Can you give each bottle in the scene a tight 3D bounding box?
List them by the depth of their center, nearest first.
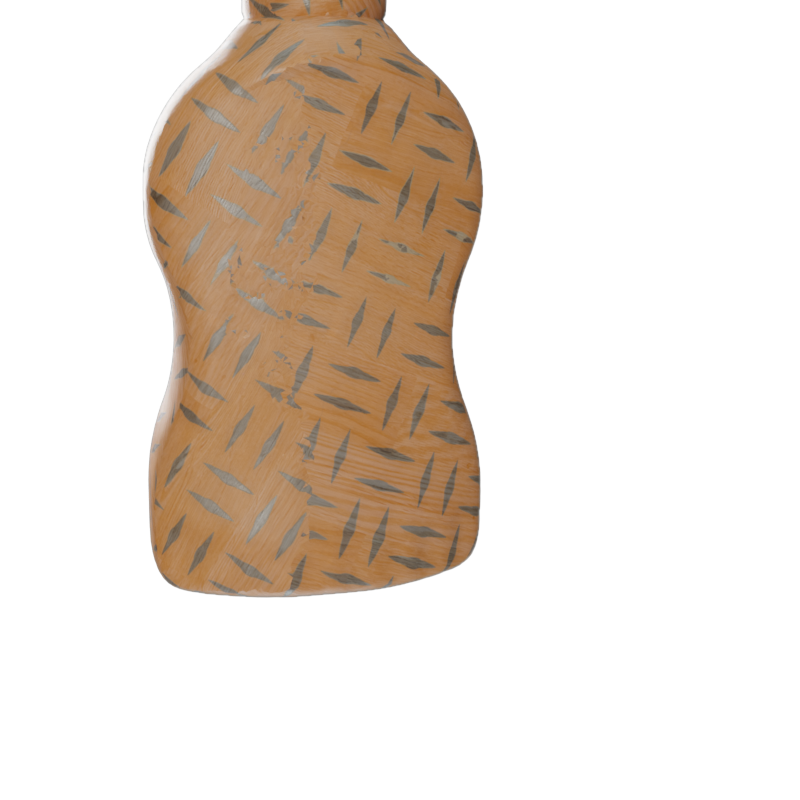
[{"bbox_3d":[-0.025,-0.045,0.317,0.095,0.188,0.060,-1,8,-10],"label":"bottle"}]
